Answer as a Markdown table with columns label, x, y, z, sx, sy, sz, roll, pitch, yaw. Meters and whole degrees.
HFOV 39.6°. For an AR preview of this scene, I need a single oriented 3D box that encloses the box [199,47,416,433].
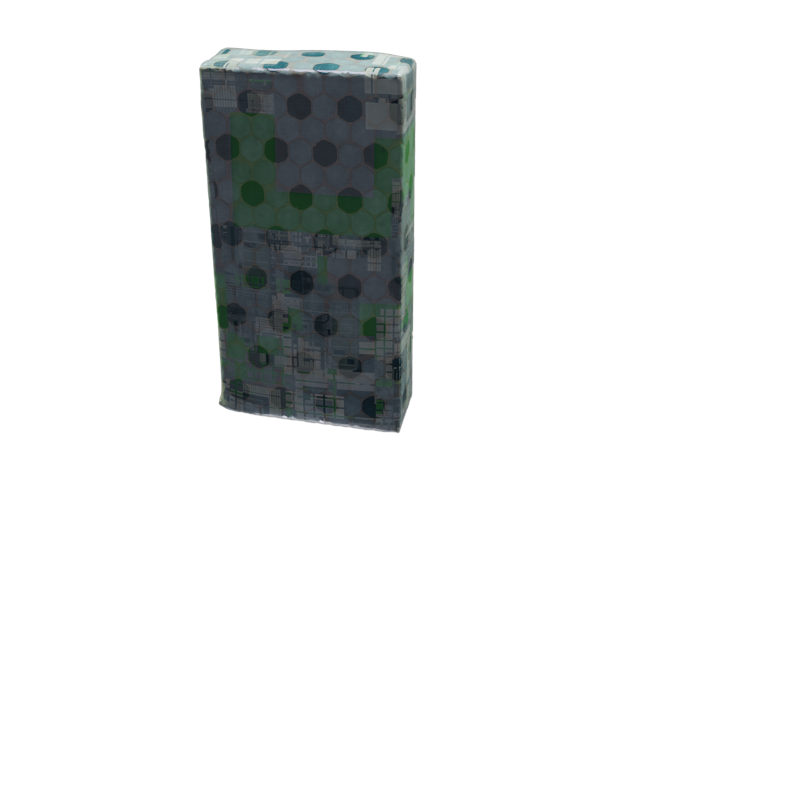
| label | x | y | z | sx | sy | sz | roll | pitch | yaw |
| --- | --- | --- | --- | --- | --- | --- | --- | --- | --- |
| box | -0.041 | -0.074 | 0.521 | 0.095 | 0.168 | 0.049 | 7 | 23 | 12 |
